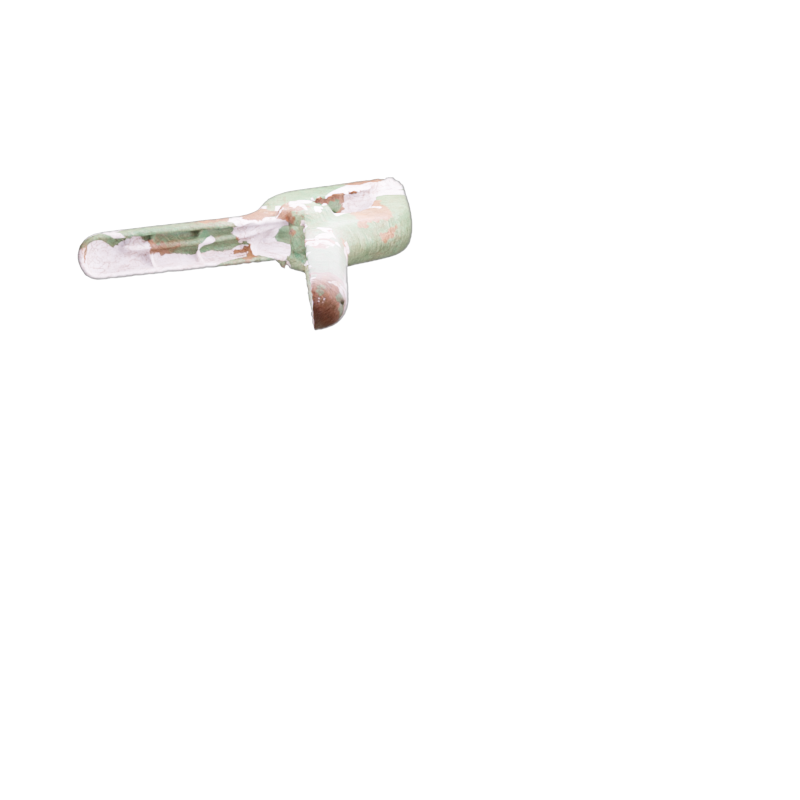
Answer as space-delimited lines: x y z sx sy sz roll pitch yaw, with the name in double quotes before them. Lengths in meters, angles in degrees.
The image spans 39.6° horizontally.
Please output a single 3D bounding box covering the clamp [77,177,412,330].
"clamp" -0.048 -0.088 0.618 0.174 0.035 0.208 18 29 35
